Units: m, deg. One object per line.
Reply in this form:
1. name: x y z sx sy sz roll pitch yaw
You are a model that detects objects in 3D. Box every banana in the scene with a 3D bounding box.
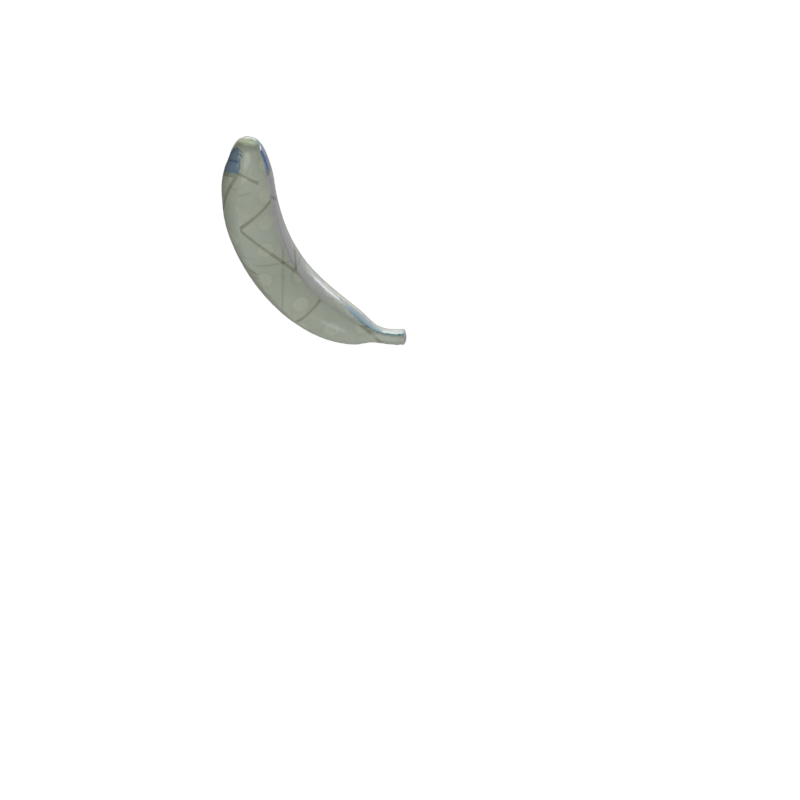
1. banana: -0.071 -0.095 0.738 0.070 0.039 0.183 -24 -51 21
